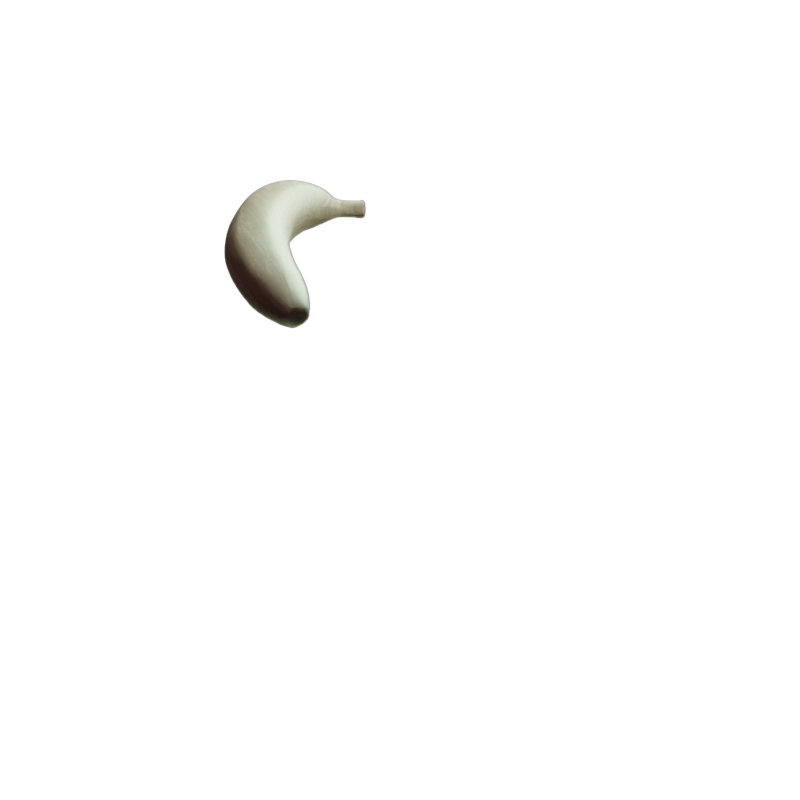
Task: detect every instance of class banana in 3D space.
[{"bbox_3d":[-0.068,-0.096,0.652,0.070,0.035,0.206,4,28,7],"label":"banana"}]
